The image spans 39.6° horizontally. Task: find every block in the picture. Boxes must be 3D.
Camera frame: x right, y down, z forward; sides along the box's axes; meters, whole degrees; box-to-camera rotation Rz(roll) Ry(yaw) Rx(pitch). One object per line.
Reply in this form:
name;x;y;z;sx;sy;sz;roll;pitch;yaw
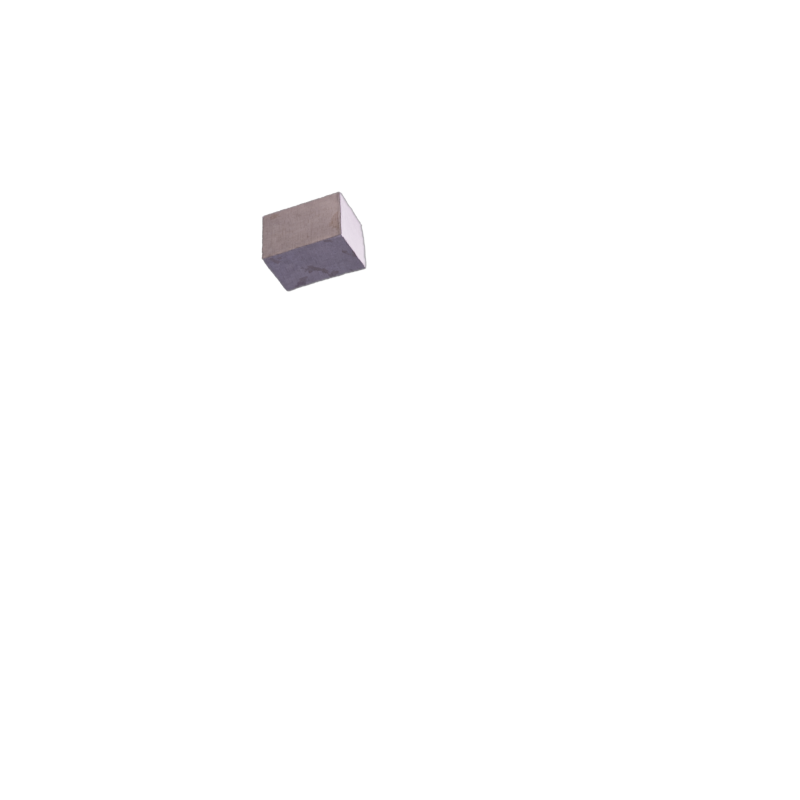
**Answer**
block;-0.075;-0.138;0.963;0.079;0.055;0.049;-14;-38;18
